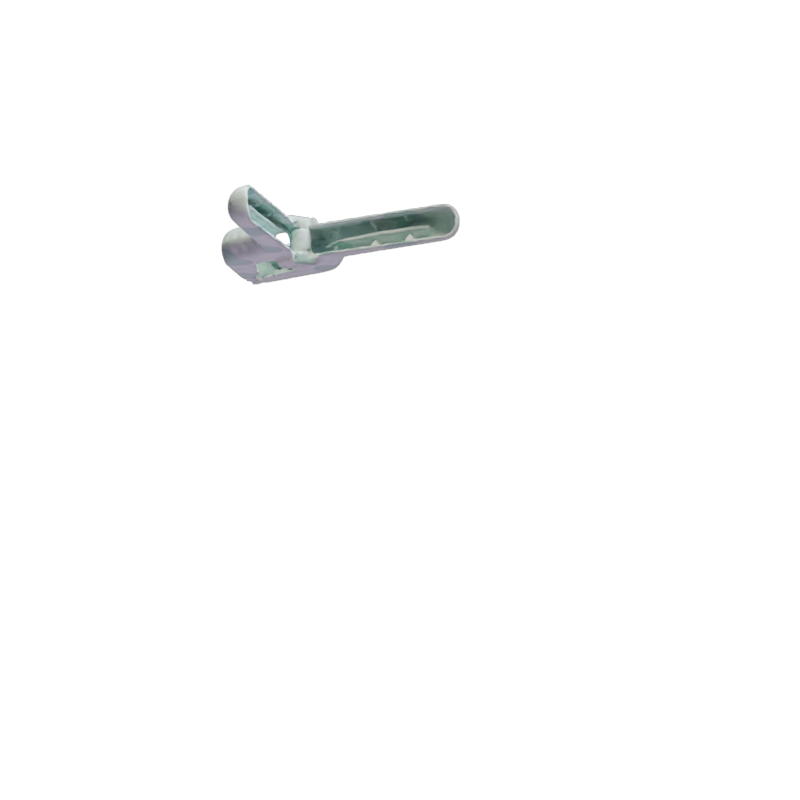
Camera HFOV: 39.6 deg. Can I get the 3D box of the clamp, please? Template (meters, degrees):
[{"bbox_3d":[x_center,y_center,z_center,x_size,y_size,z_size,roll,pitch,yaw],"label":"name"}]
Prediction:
[{"bbox_3d":[-0.064,-0.116,0.814,0.161,0.037,0.210,2,-6,-19],"label":"clamp"}]
